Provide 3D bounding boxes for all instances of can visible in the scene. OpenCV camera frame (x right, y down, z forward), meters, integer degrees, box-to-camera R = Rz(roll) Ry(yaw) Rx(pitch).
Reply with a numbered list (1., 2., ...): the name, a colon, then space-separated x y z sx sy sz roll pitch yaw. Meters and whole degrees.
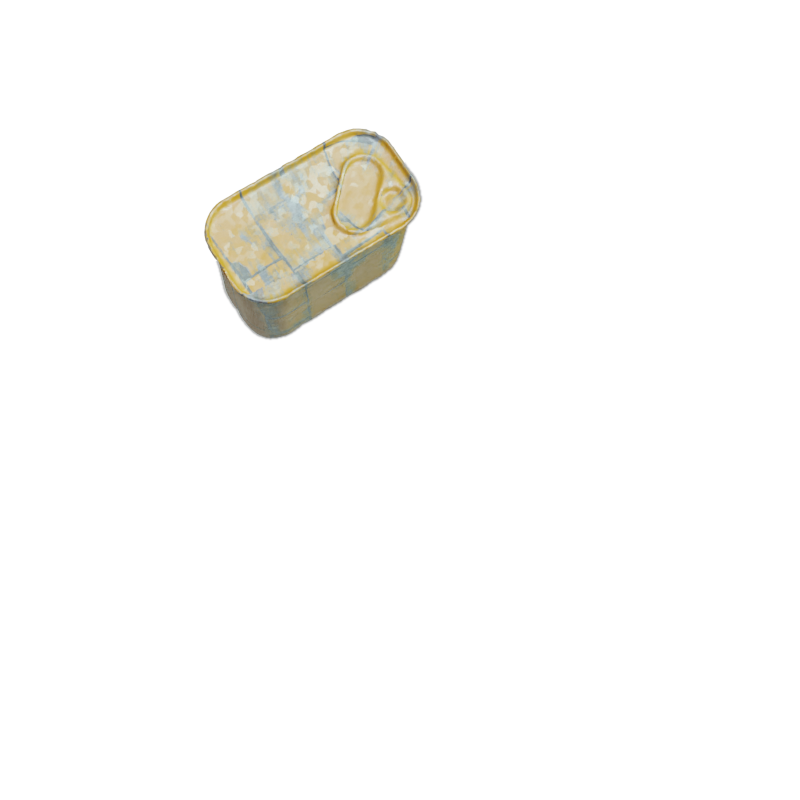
1. can: -0.044 -0.080 0.562 0.102 0.060 0.081 -32 -10 -10
